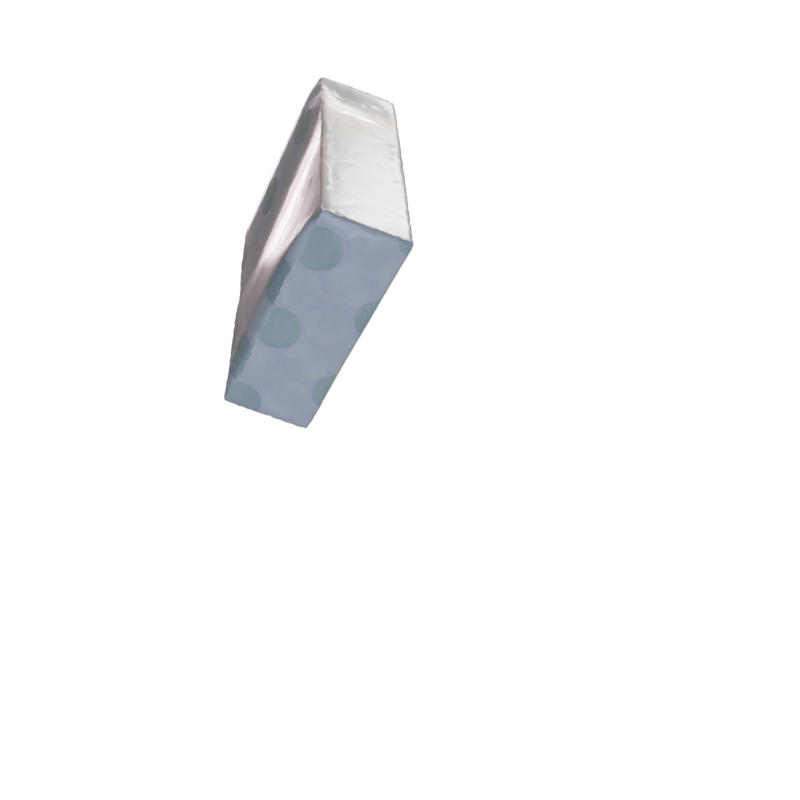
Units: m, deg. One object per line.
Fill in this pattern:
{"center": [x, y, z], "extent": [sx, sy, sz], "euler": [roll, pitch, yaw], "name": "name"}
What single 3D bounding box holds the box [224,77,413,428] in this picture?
{"center": [-0.062, -0.114, 0.798], "extent": [0.070, 0.158, 0.229], "euler": [20, 32, -18], "name": "box"}
